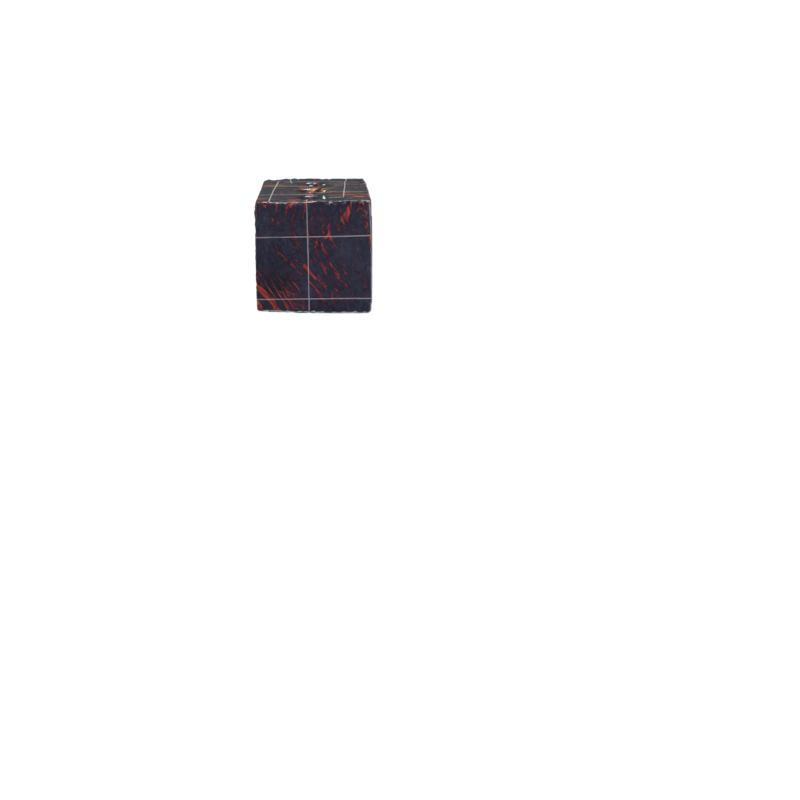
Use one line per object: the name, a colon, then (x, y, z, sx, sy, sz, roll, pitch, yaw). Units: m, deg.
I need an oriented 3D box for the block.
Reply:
block: (-0.041, -0.075, 0.525, 0.053, 0.050, 0.081, 0, 16, -4)
